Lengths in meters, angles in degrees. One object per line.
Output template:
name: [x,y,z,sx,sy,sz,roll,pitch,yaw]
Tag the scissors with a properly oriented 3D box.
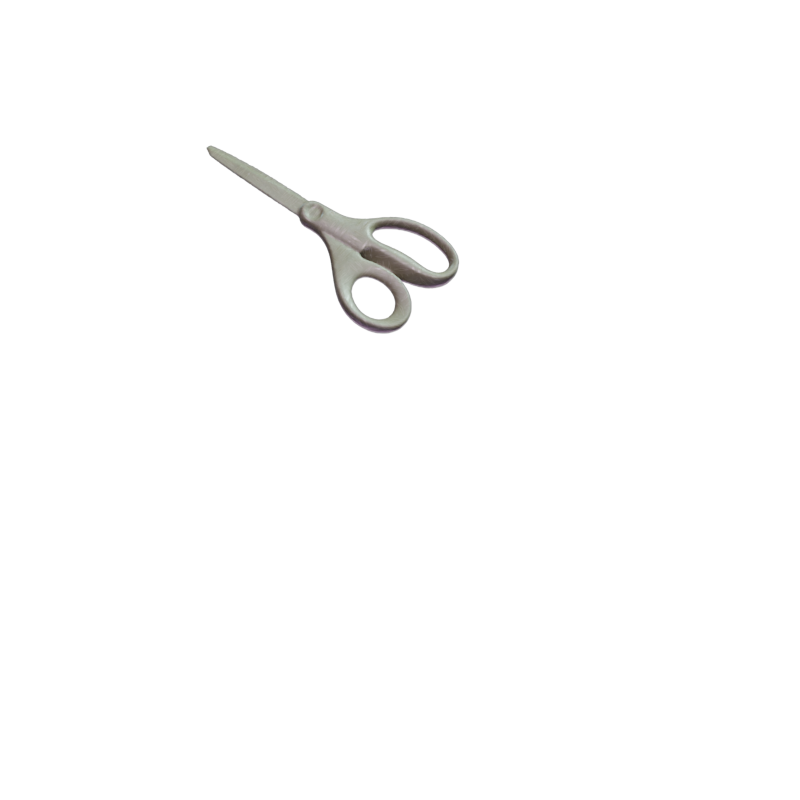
scissors: [-0.061,-0.111,0.775,0.206,0.100,0.015,19,-25,9]
